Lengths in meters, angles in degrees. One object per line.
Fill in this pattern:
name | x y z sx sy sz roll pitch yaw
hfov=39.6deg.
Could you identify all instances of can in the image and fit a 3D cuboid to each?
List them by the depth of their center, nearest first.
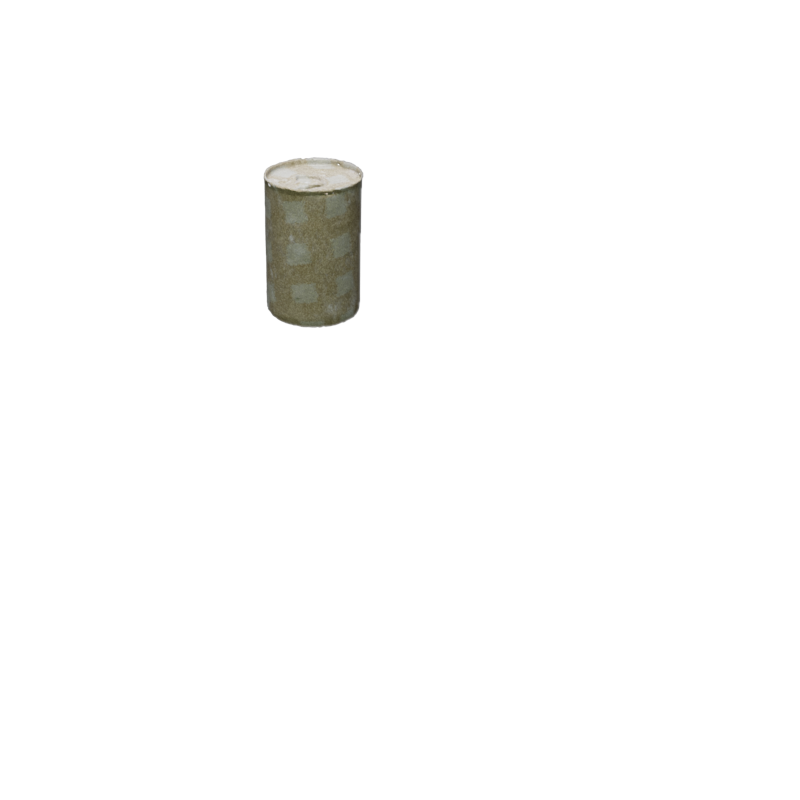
can | -0.061 -0.110 0.773 0.068 0.097 0.072 0 26 -2
